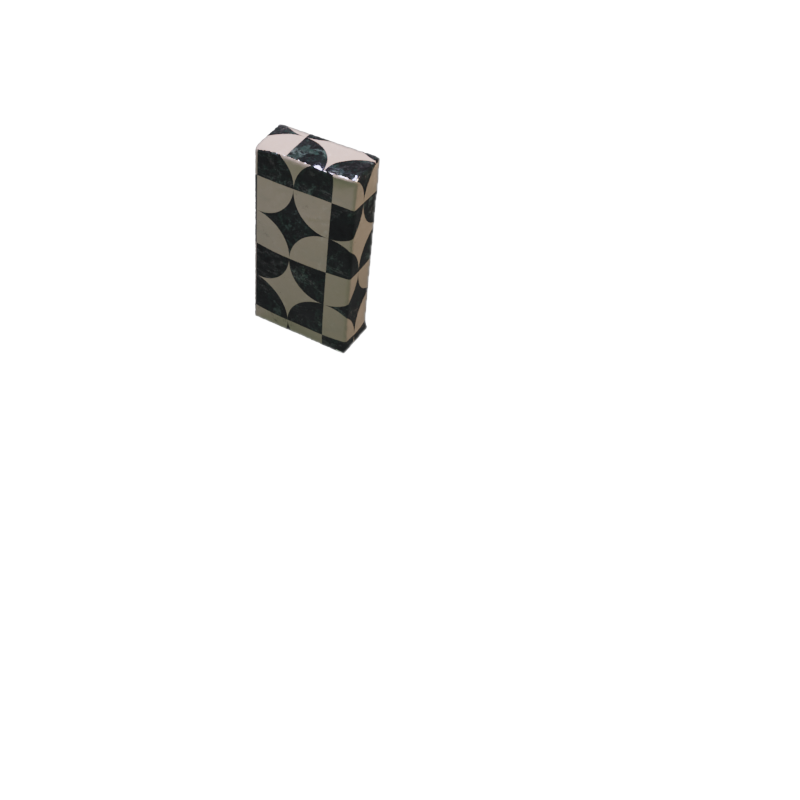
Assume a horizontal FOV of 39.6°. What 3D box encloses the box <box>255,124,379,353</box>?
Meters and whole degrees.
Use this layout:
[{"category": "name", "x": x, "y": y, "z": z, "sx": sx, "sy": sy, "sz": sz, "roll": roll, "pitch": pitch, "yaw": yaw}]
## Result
[{"category": "box", "x": -0.071, "y": -0.128, "z": 0.899, "sx": 0.097, "sy": 0.164, "sz": 0.049, "roll": 23, "pitch": 46, "yaw": 20}]
